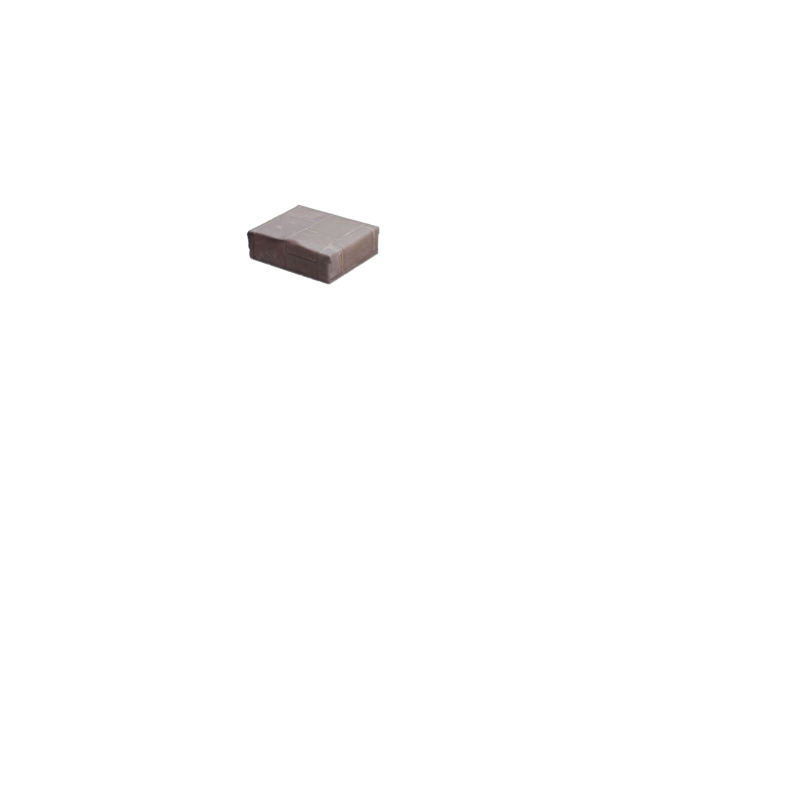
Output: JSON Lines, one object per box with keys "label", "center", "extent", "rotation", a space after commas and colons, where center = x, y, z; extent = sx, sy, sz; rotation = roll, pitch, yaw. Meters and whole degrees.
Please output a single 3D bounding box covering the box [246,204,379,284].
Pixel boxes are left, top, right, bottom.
{"label": "box", "center": [-0.074, -0.135, 0.947], "extent": [0.094, 0.028, 0.073], "rotation": [20, 36, 30]}
